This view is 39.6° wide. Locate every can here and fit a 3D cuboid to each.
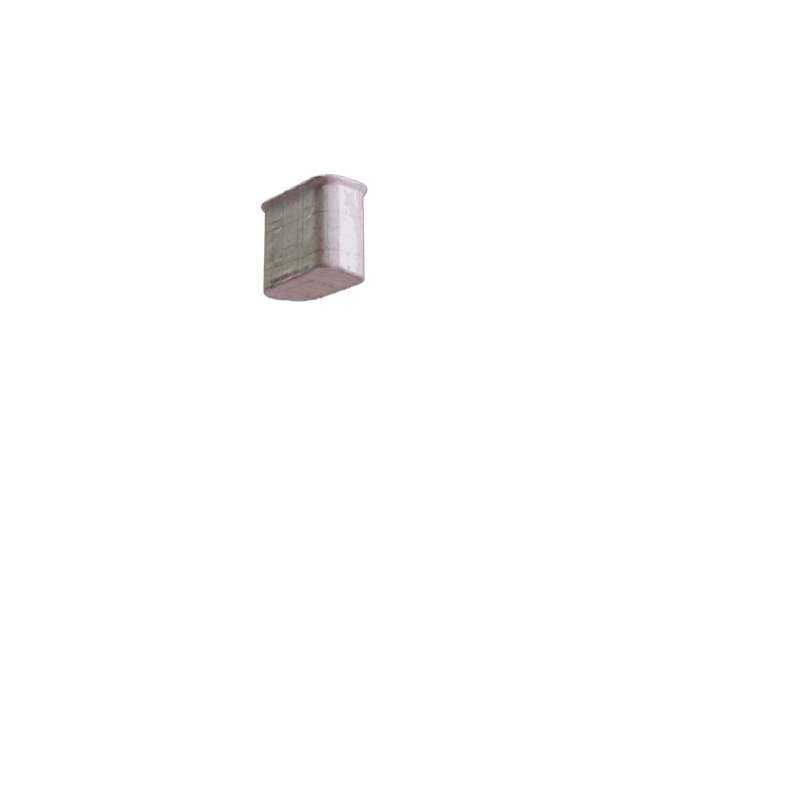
[{"bbox_3d":[-0.075,-0.136,0.952,0.054,0.087,0.103,14,-21,-40],"label":"can"}]
